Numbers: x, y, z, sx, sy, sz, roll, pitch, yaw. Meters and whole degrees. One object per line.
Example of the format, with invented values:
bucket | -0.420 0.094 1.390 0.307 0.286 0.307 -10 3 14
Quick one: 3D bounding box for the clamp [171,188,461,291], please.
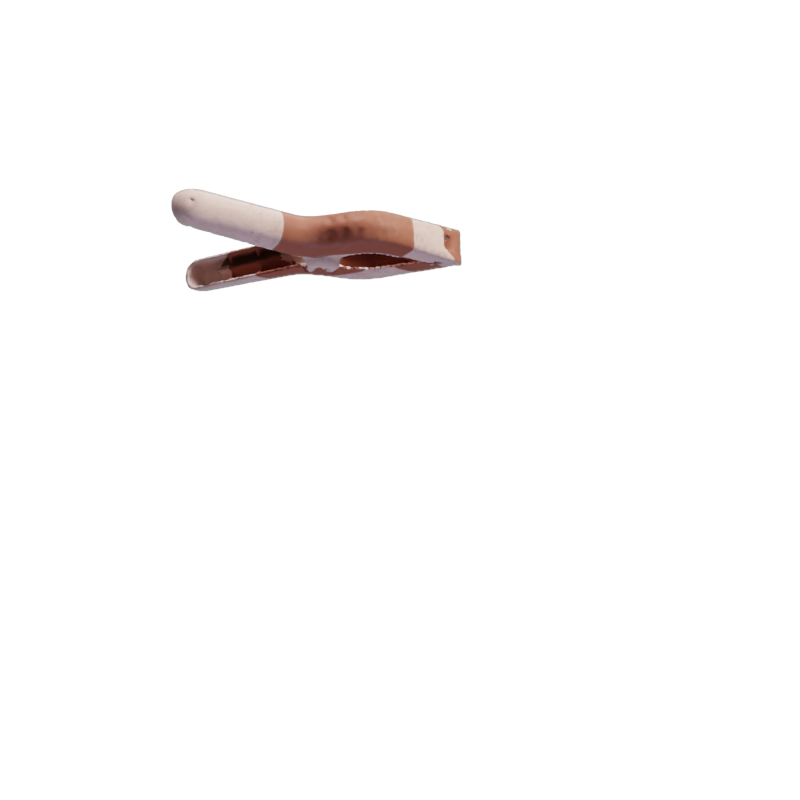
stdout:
clamp | -0.062 -0.112 0.787 0.211 0.038 0.158 -1 -11 2
